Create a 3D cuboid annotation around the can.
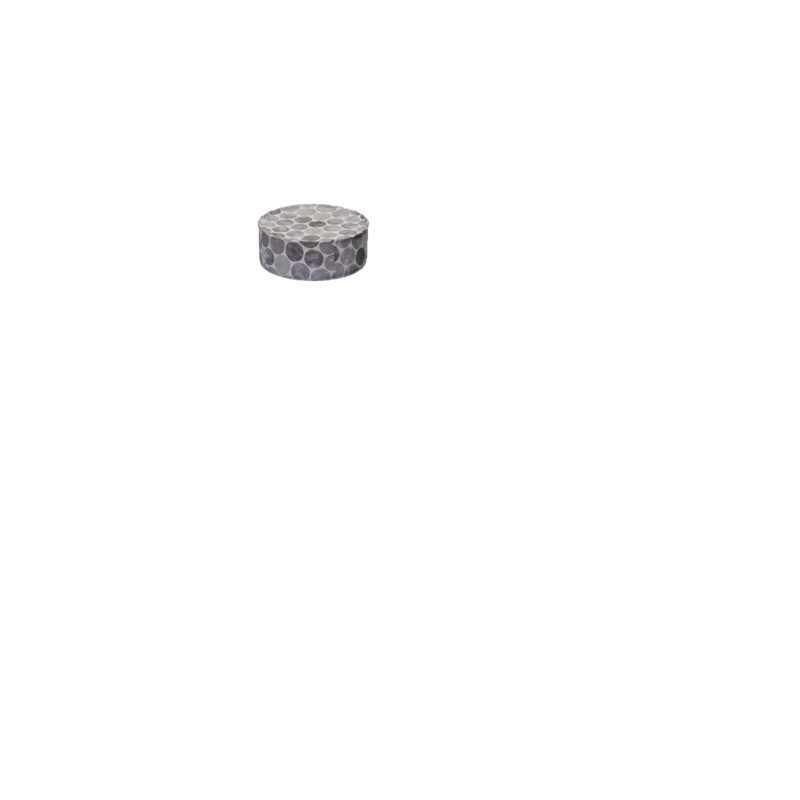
[{"bbox_3d":[-0.067,-0.123,0.858,0.086,0.032,0.091,-1,27,-2],"label":"can"}]
